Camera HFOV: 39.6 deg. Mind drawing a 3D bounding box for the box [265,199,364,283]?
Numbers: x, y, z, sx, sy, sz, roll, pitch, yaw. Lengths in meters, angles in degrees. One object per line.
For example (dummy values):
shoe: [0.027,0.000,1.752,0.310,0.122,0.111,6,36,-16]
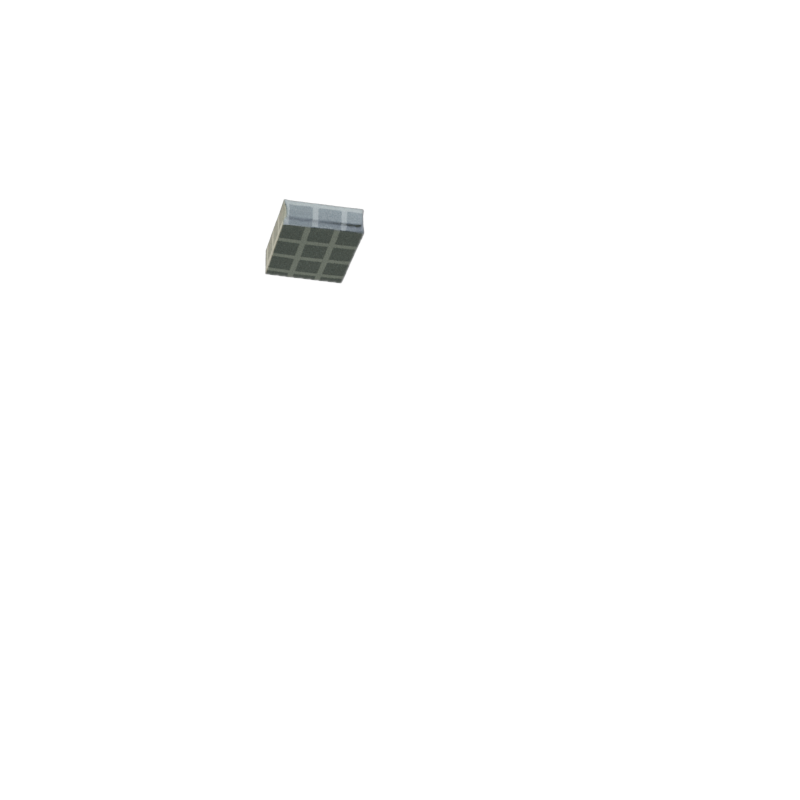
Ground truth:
box: [-0.077,-0.141,0.990,0.072,0.032,0.085,6,-28,-13]
